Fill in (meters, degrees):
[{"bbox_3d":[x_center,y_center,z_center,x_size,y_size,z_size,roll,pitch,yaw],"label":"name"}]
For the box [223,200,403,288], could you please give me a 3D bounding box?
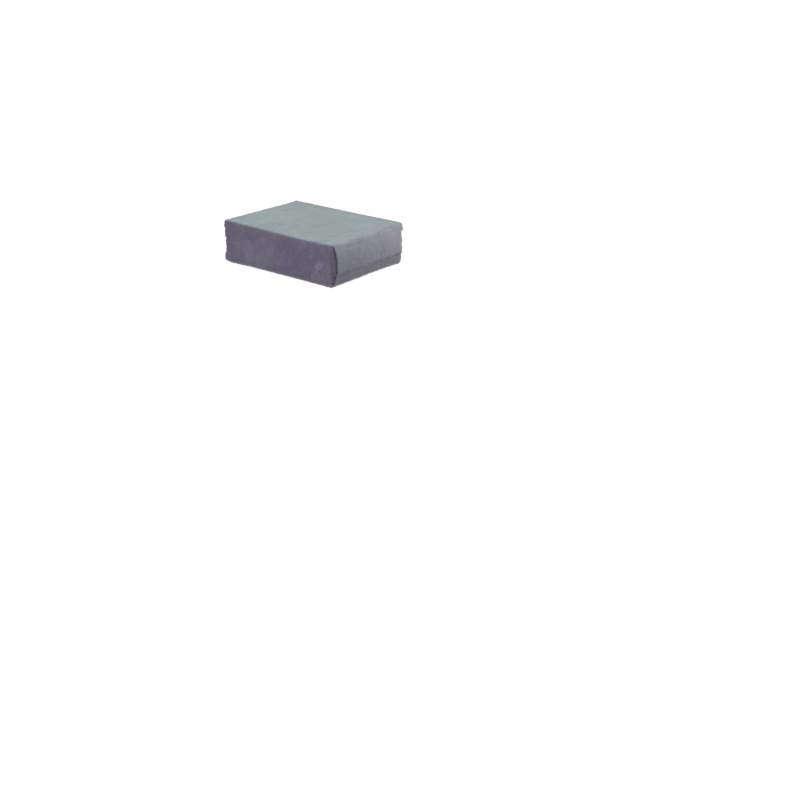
[{"bbox_3d":[-0.068,-0.125,0.873,0.119,0.037,0.089,15,25,35],"label":"box"}]
